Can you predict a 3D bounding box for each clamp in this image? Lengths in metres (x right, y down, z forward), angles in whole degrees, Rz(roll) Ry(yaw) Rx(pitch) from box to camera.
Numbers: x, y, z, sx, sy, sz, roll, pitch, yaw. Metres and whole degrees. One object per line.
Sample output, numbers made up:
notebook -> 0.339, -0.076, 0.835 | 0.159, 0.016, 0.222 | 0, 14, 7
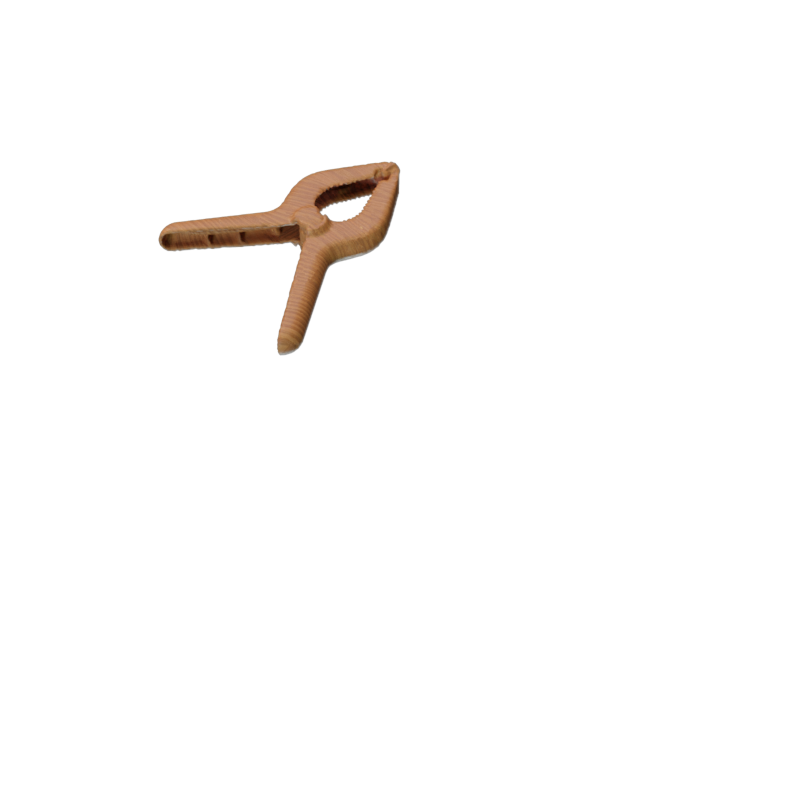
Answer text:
clamp -> -0.072, -0.132, 0.922 | 0.210, 0.176, 0.034 | -30, -32, -22
